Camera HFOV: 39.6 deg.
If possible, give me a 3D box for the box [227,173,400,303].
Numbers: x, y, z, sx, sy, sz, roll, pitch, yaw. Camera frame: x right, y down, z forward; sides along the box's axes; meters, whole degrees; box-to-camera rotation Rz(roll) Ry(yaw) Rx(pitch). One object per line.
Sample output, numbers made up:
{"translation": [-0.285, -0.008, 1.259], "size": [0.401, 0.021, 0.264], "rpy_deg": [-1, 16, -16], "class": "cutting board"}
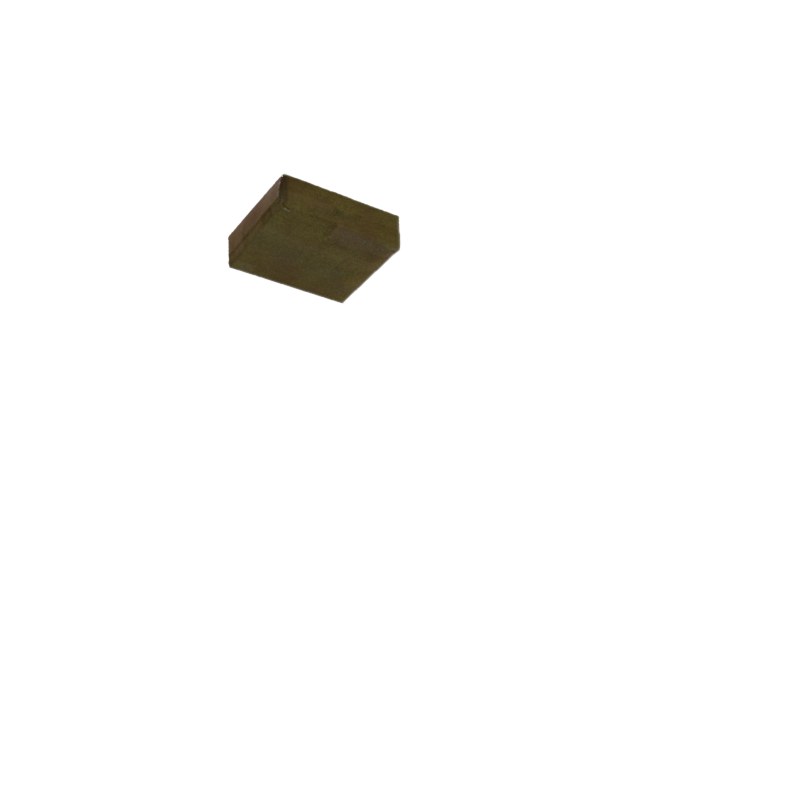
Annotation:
{"translation": [-0.070, -0.127, 0.892], "size": [0.108, 0.042, 0.088], "rpy_deg": [19, -38, -27], "class": "box"}
